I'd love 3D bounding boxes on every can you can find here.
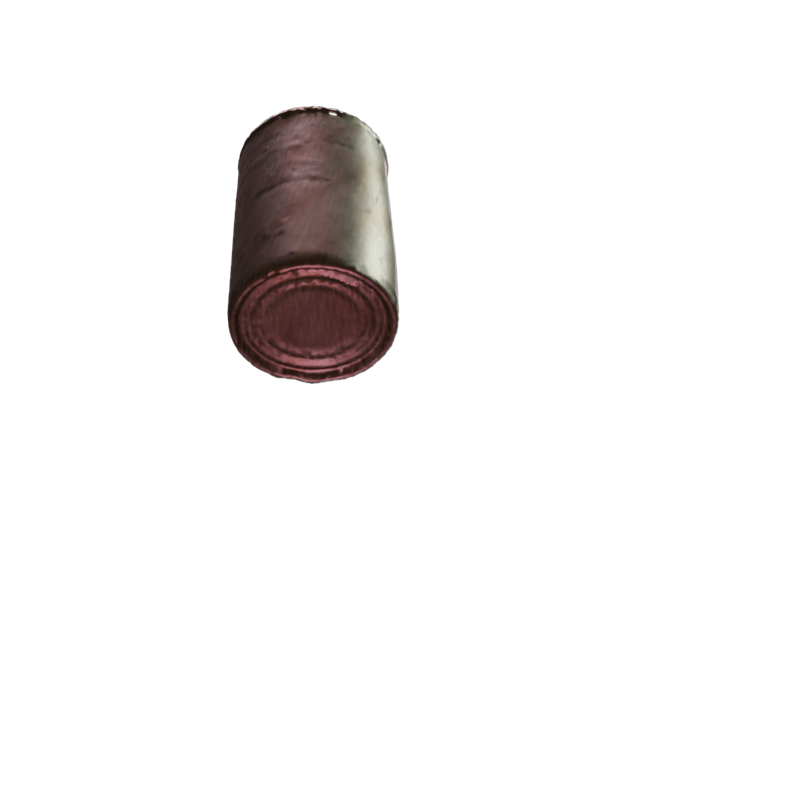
[{"bbox_3d":[-0.036,-0.066,0.462,0.068,0.064,0.110,-1,45,-3],"label":"can"}]
